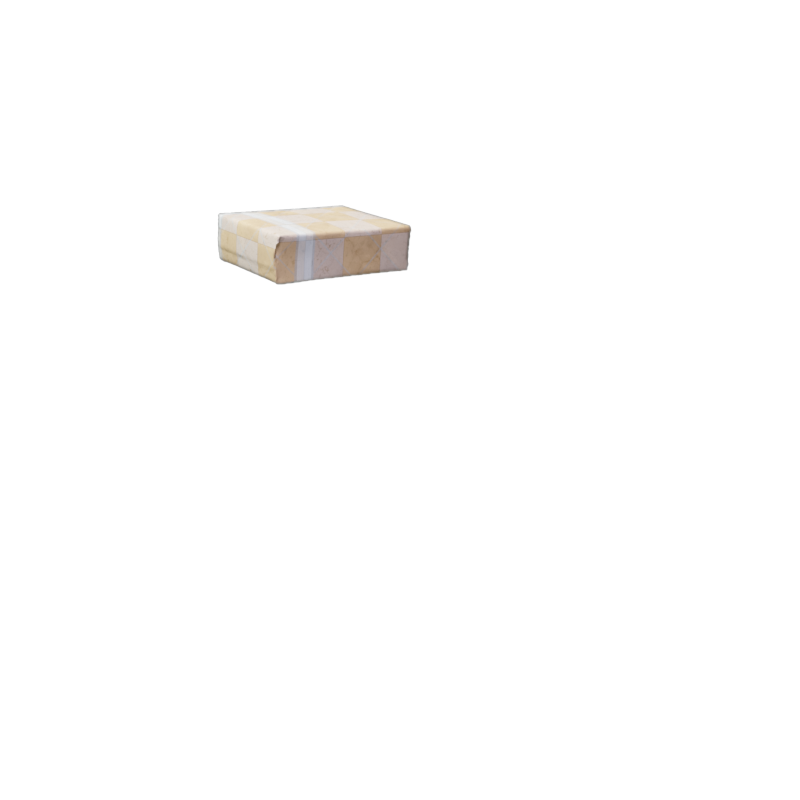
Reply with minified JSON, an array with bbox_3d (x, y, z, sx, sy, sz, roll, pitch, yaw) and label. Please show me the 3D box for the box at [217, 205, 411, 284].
[{"bbox_3d":[-0.063,-0.114,0.801,0.111,0.038,0.095,-12,22,-32],"label":"box"}]
